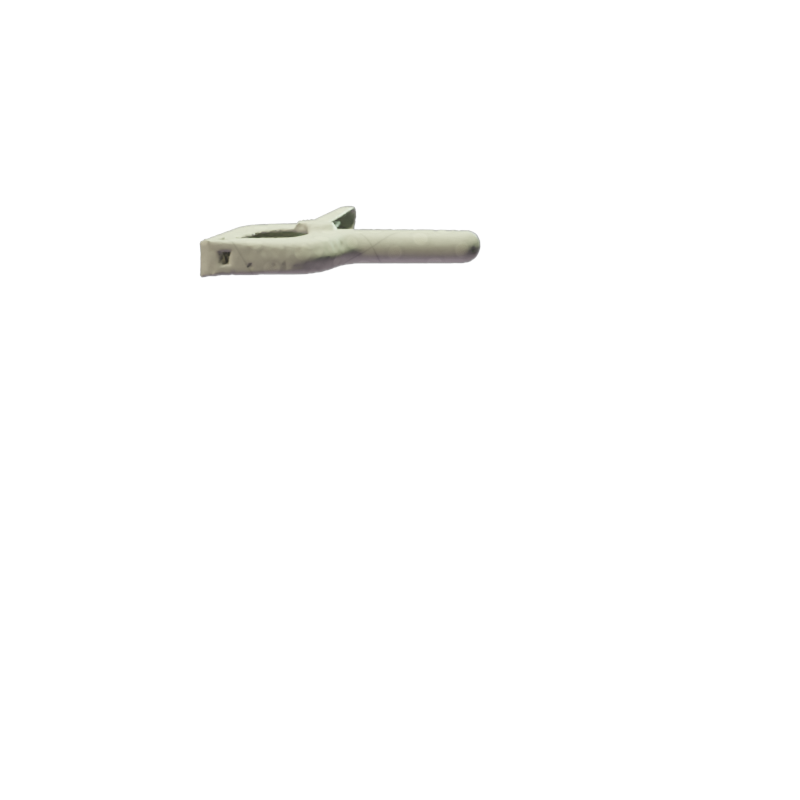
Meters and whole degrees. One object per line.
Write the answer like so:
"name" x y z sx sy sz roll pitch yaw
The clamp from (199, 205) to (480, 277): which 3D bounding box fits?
"clamp" -0.068 -0.123 0.864 0.205 0.035 0.174 -11 20 -30
